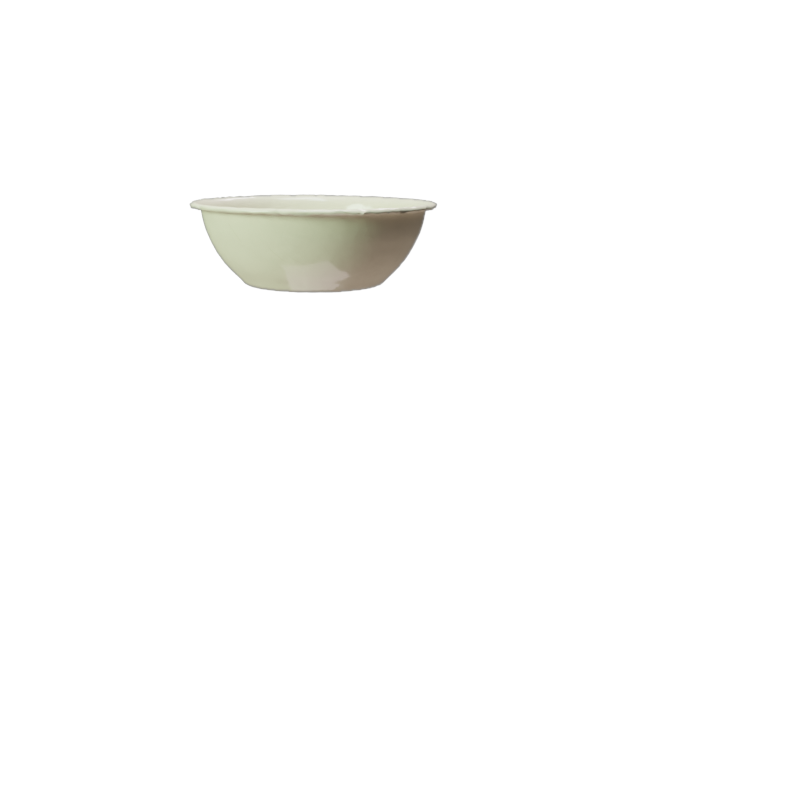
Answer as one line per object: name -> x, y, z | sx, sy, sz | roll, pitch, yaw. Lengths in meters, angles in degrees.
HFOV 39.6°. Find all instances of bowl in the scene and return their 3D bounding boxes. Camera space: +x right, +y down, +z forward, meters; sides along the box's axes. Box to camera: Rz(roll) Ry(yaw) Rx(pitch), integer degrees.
bowl -> -0.057, -0.104, 0.730 | 0.162, 0.054, 0.166 | 0, 13, -2
